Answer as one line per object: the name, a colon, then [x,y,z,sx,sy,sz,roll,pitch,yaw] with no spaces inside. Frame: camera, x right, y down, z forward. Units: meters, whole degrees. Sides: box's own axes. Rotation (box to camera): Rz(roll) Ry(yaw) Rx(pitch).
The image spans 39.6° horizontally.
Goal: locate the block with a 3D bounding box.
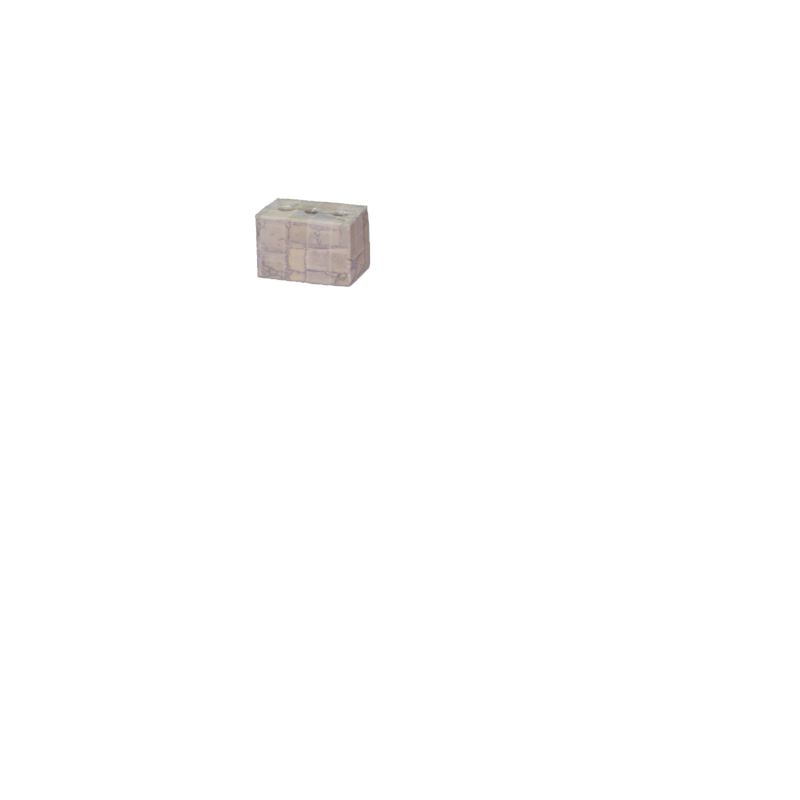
block: [-0.067,-0.122,0.855,0.080,0.049,0.054,7,22,15]
